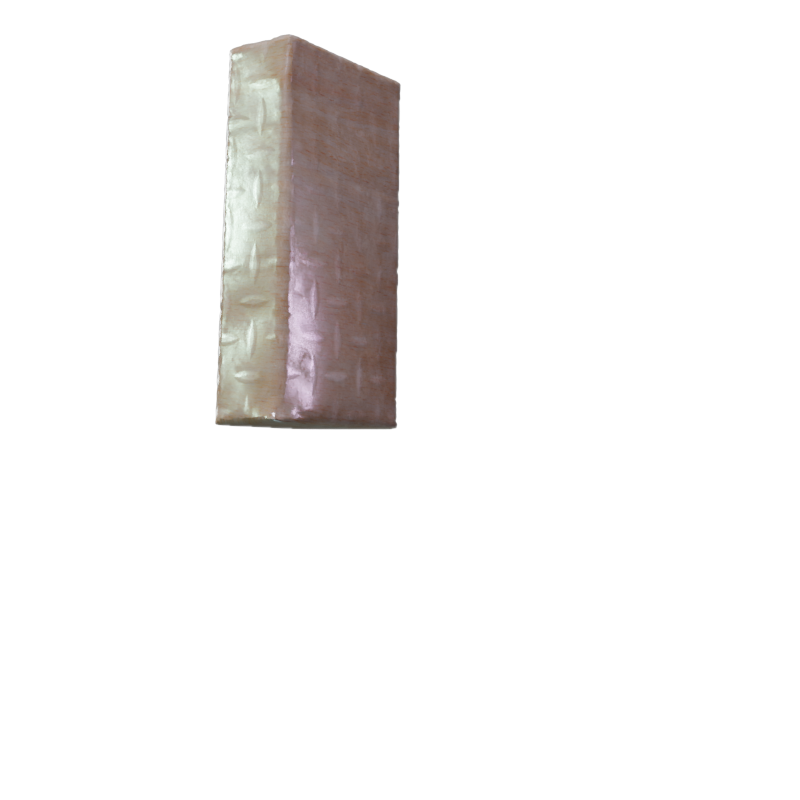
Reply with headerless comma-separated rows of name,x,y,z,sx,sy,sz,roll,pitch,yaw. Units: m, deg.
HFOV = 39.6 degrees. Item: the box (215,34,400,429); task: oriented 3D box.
box,-0.042,-0.076,0.531,0.049,0.181,0.089,-8,-12,35
